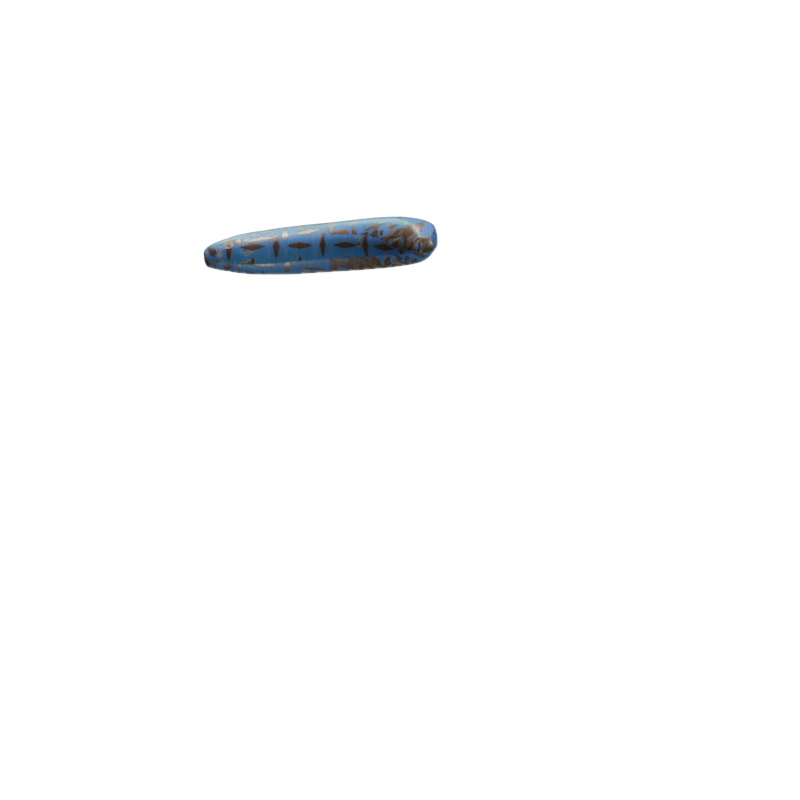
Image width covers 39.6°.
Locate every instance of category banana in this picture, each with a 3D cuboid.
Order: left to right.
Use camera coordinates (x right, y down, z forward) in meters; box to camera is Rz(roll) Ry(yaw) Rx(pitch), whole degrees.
[{"bbox_3d":[-0.049,-0.113,0.805,0.204,0.037,0.066,0,-2,33],"label":"banana"}]
